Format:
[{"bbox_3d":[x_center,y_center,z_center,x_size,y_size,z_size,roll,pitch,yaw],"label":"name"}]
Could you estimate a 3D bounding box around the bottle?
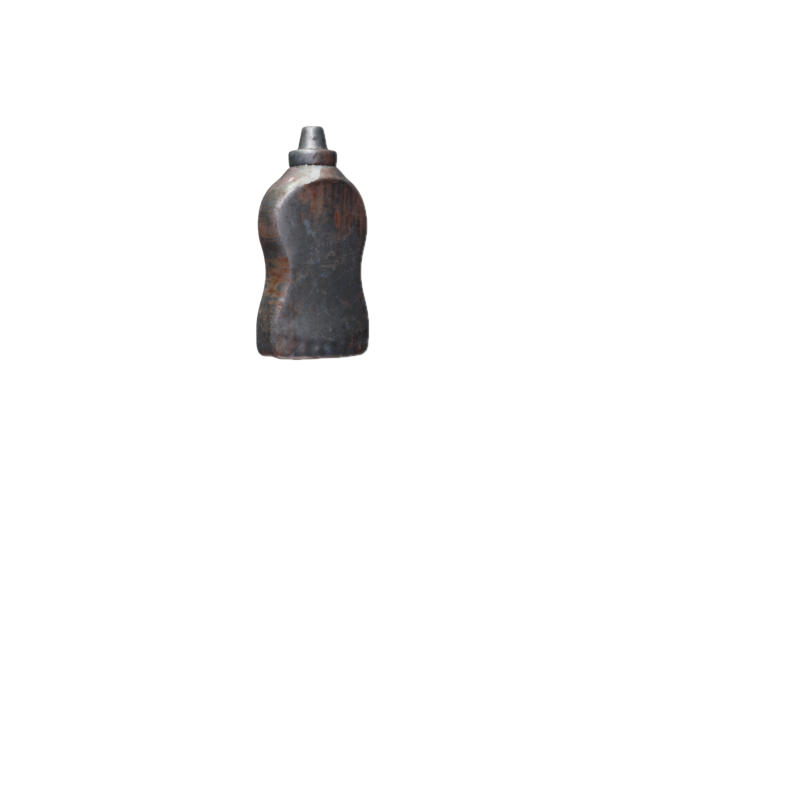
[{"bbox_3d":[-0.073,-0.132,0.925,0.093,0.192,0.060,-1,1,-31],"label":"bottle"}]
